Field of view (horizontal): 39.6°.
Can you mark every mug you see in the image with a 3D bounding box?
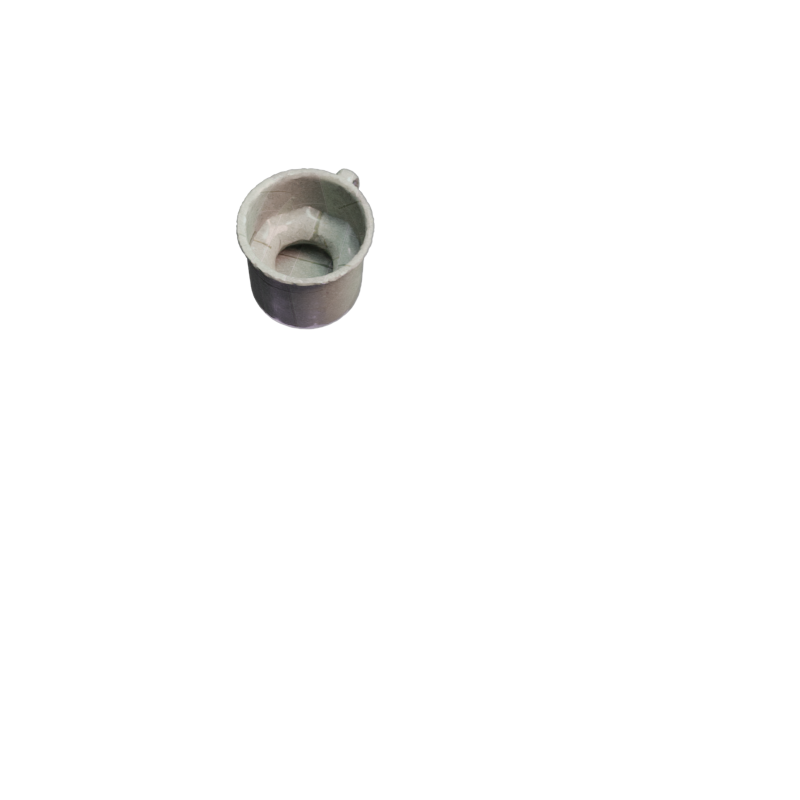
[{"bbox_3d":[-0.061,-0.112,0.782,0.096,0.121,0.077,23,-26,10],"label":"mug"}]
